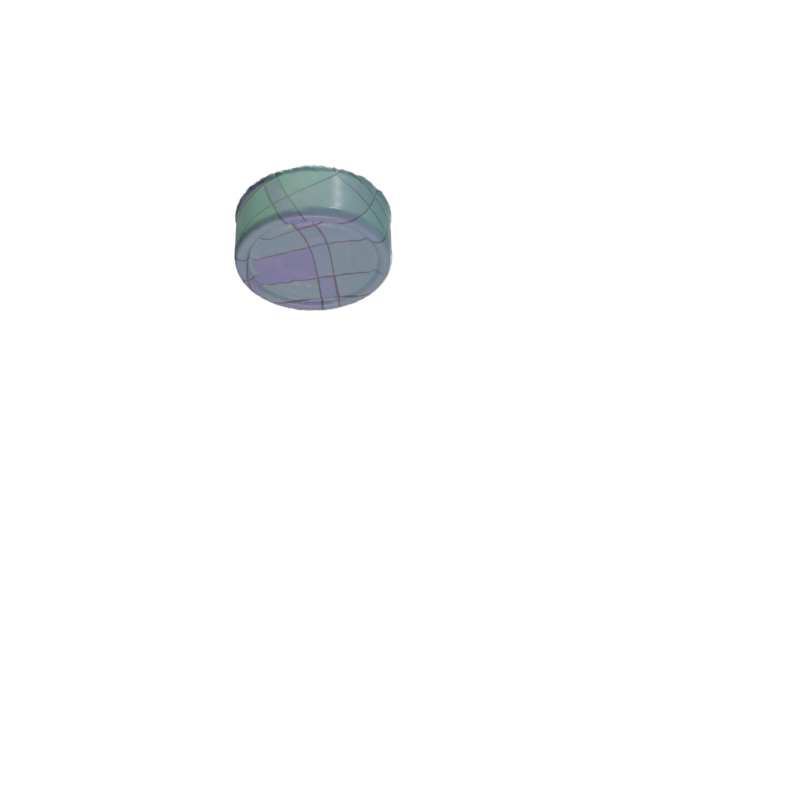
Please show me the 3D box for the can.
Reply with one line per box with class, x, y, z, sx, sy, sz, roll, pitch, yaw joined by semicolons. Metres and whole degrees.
can;-0.047;-0.085;0.598;0.086;0.036;0.080;1;-35;-2
